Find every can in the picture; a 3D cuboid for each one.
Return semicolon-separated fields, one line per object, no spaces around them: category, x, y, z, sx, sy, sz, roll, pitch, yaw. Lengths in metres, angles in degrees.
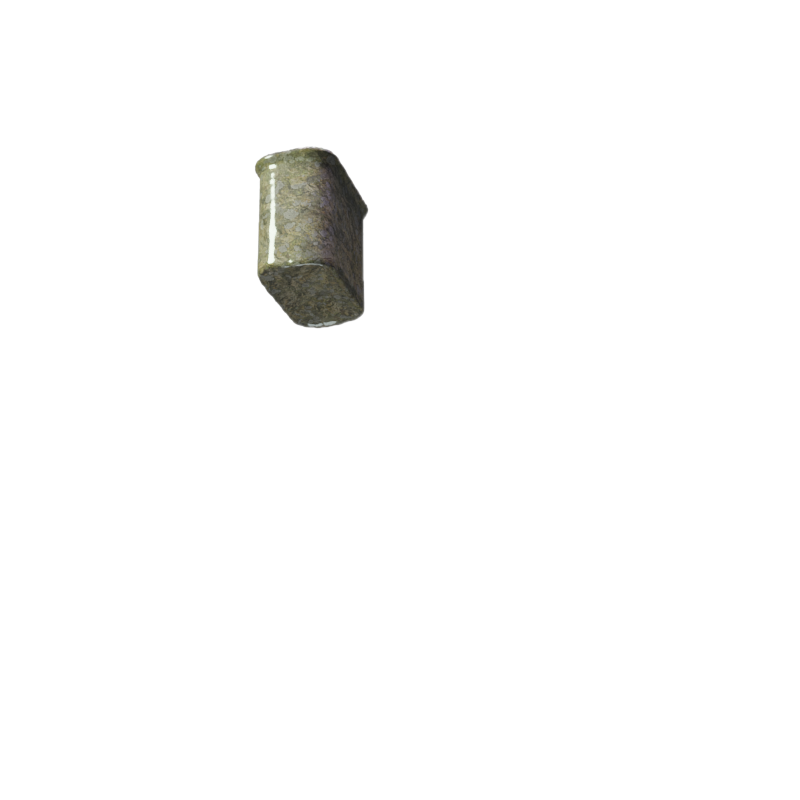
can;-0.058;-0.106;0.740;0.058;0.089;0.095;-9;-25;15
